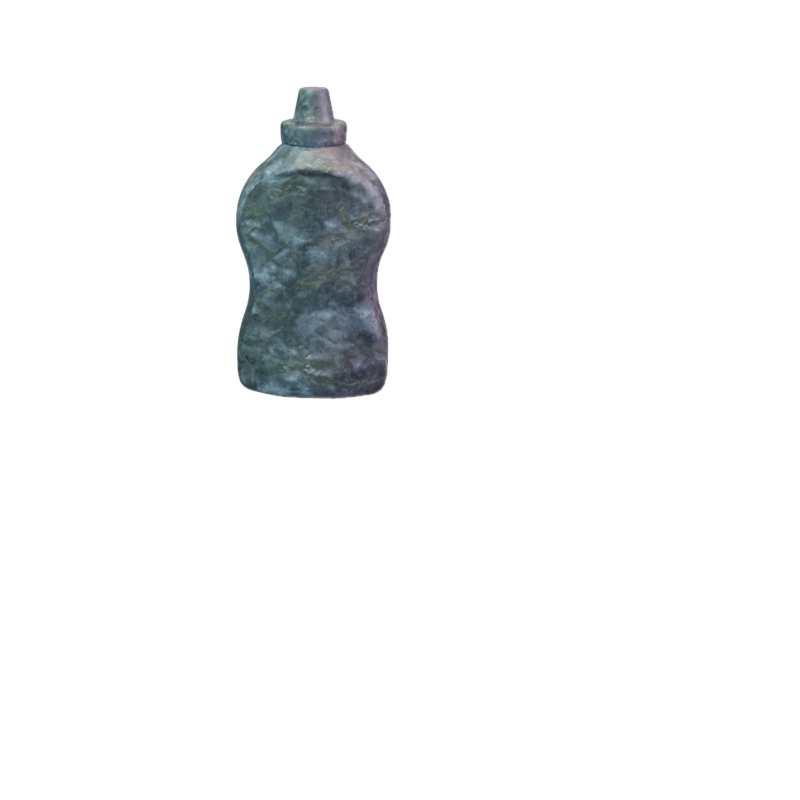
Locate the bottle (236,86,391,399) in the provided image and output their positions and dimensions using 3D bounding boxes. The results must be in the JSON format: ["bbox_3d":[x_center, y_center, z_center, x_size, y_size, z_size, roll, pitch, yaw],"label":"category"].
[{"bbox_3d":[-0.054,-0.099,0.695,0.097,0.185,0.060,3,15,5],"label":"bottle"}]
